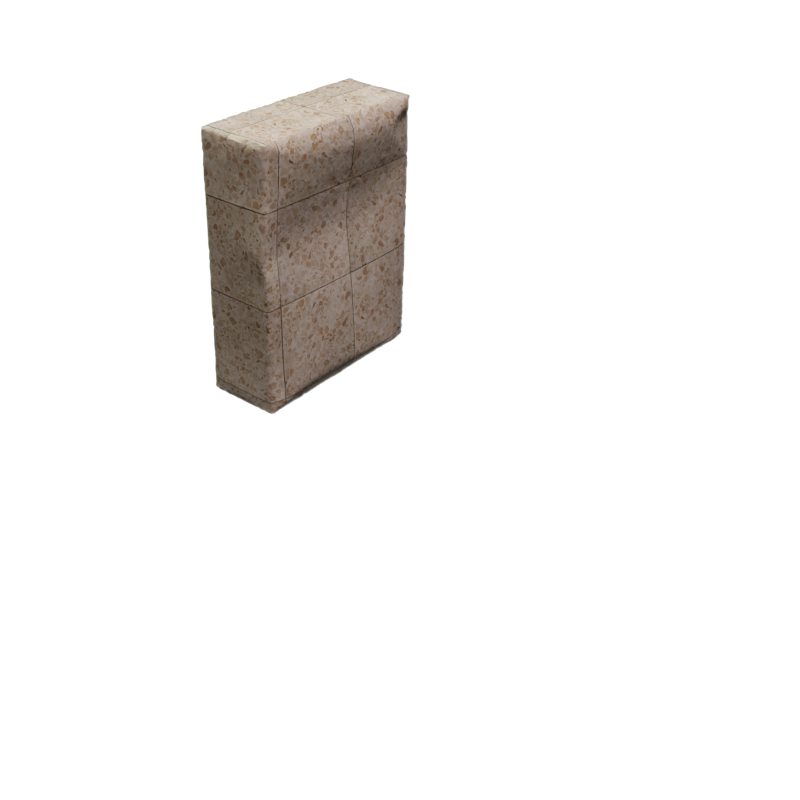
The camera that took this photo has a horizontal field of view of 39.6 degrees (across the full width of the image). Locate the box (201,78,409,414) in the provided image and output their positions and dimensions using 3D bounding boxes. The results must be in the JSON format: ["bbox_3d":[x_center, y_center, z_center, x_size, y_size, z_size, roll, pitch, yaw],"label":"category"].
[{"bbox_3d":[-0.066,-0.121,0.849,0.076,0.202,0.164,21,34,33],"label":"box"}]
